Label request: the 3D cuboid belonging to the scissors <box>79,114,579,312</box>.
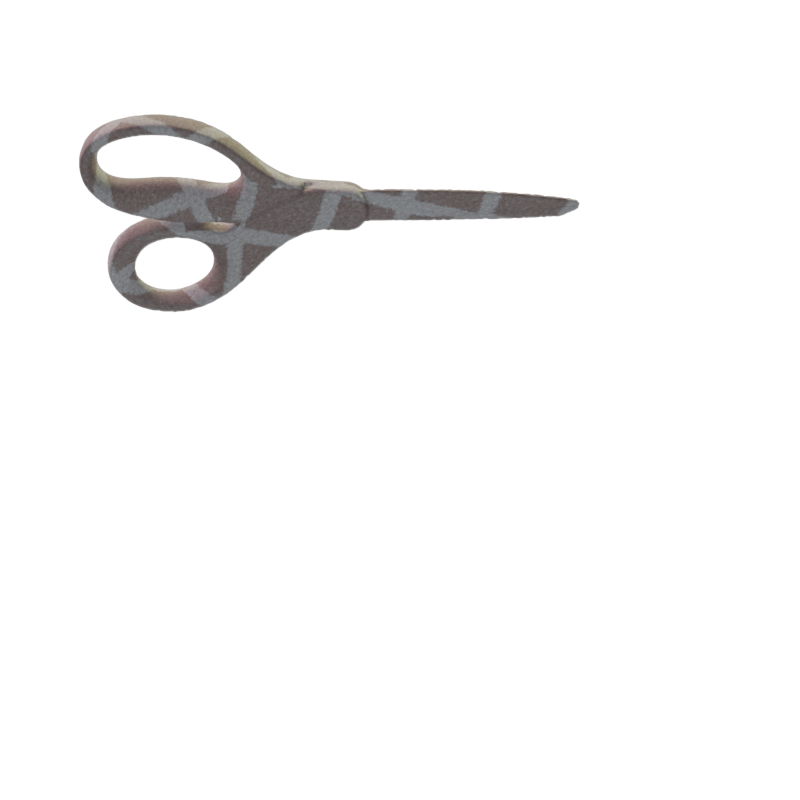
[{"bbox_3d":[-0.036,-0.066,0.464,0.199,0.092,0.017,13,31,-8],"label":"scissors"}]
